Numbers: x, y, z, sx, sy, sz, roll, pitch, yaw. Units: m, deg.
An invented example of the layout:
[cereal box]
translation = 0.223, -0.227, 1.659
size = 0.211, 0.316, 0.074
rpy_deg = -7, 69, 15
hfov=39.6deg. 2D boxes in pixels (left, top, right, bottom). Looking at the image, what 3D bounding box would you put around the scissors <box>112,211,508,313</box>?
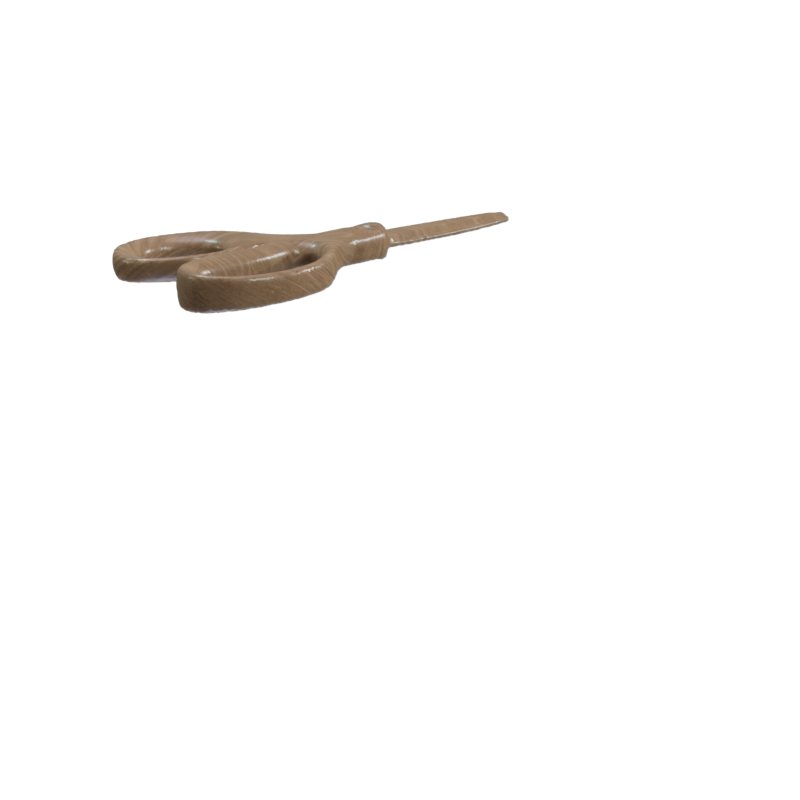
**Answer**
[scissors]
translation = -0.036, -0.066, 0.460
size = 0.100, 0.015, 0.200
rpy_deg = 9, 20, 26
